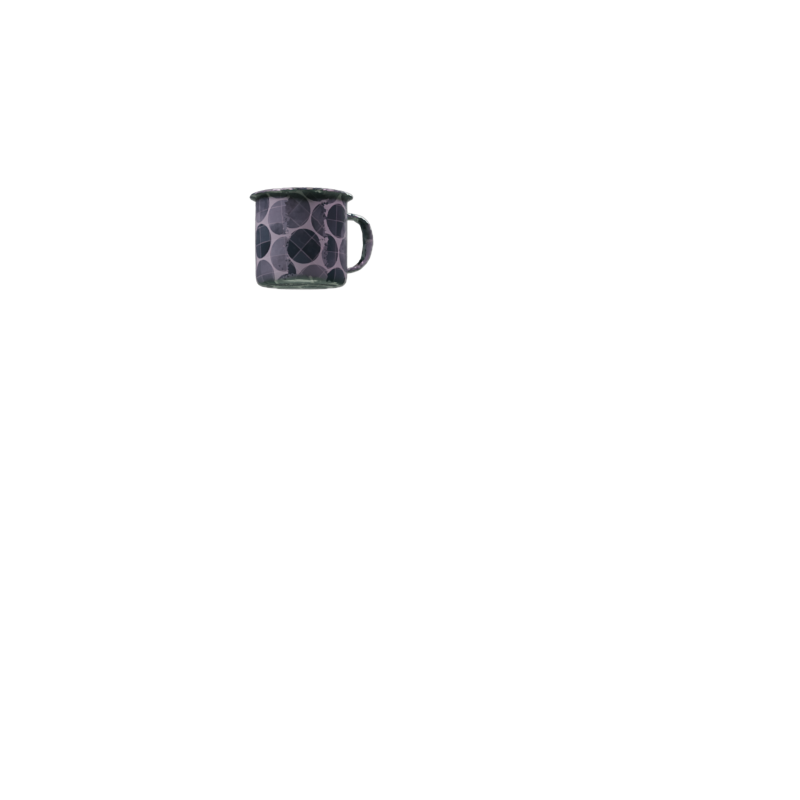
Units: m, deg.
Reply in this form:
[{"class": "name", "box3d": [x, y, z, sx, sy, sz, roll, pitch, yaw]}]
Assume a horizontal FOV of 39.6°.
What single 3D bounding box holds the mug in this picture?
[{"class": "mug", "box3d": [-0.078, -0.142, 0.992, 0.113, 0.083, 0.095, 1, -3, -29]}]
